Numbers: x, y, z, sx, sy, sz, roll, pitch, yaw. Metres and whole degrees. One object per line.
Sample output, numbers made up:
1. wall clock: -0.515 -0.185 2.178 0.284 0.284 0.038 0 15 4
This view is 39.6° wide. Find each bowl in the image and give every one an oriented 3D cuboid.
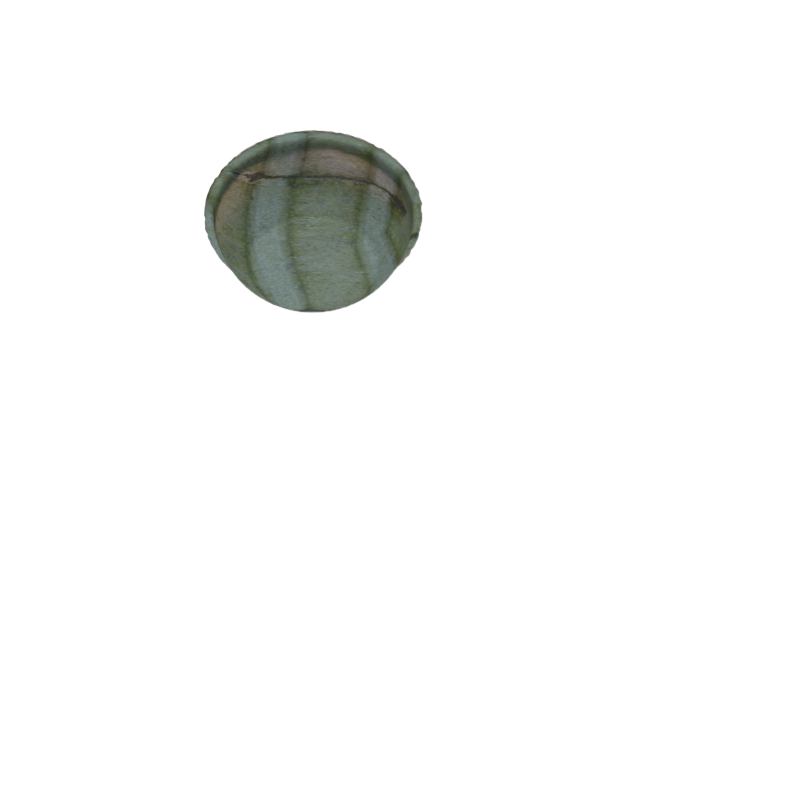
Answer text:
1. bowl: -0.063 -0.115 0.803 0.162 0.151 0.059 1 44 -1
